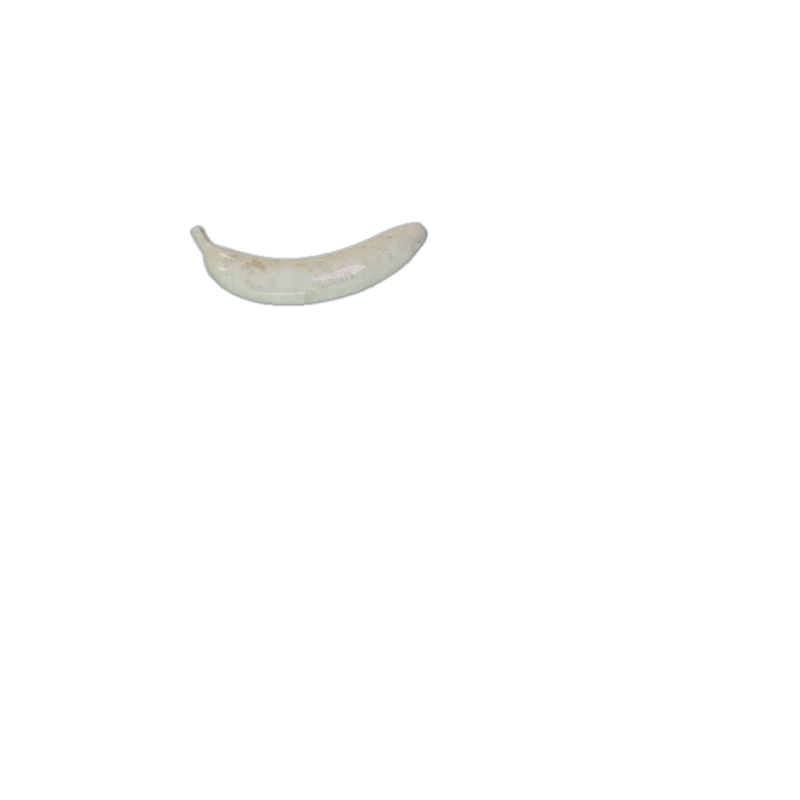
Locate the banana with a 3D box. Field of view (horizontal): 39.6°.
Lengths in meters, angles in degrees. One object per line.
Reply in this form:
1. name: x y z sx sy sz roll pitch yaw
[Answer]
1. banana: -0.075 -0.112 0.914 0.198 0.071 0.036 0 -10 0
